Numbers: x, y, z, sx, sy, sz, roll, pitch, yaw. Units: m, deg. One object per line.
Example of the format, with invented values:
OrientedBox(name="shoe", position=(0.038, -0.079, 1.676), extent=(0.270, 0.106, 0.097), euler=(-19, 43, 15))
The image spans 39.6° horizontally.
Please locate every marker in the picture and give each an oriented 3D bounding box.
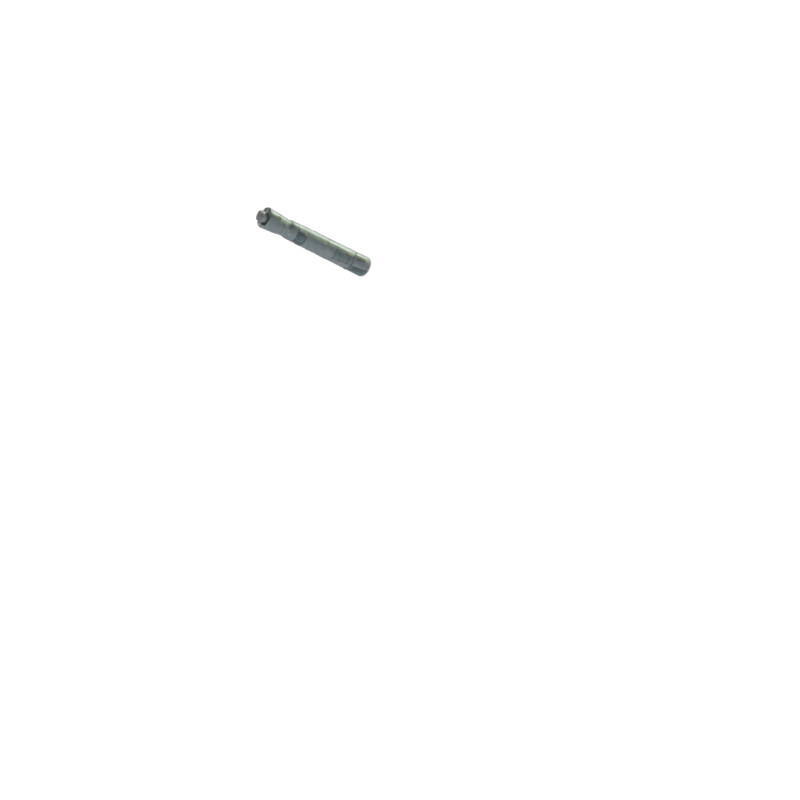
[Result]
OrientedBox(name="marker", position=(-0.075, -0.137, 0.962), extent=(0.114, 0.020, 0.021), euler=(23, -10, -34))
